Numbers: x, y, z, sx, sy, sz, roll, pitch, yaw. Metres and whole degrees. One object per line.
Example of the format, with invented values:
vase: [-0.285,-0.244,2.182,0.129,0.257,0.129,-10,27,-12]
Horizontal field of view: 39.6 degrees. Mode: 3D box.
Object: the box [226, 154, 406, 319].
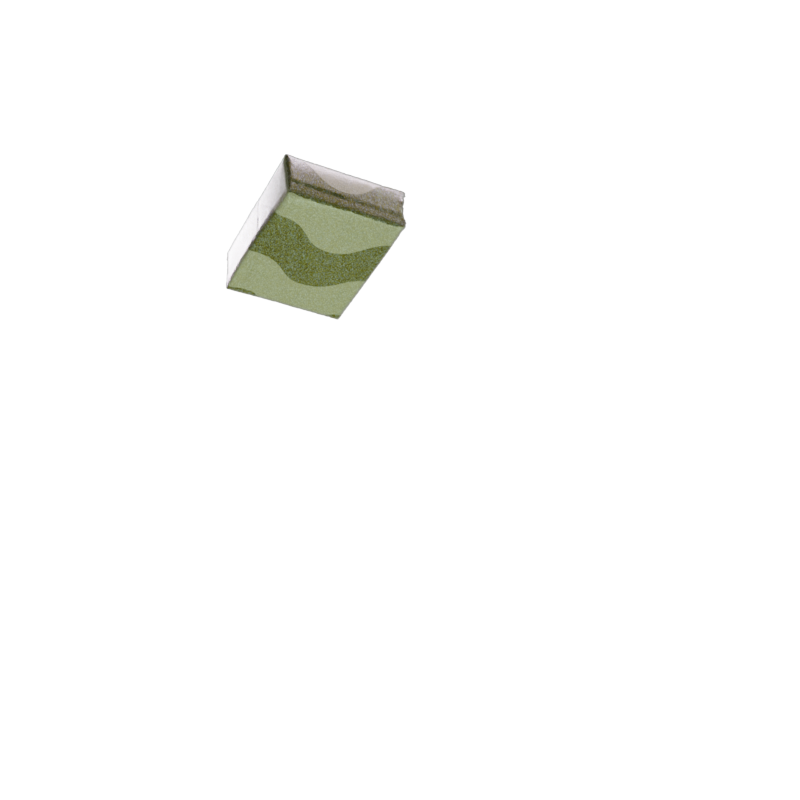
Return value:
box: [-0.060,-0.110,0.768,0.087,0.042,0.110,16,-38,-22]
